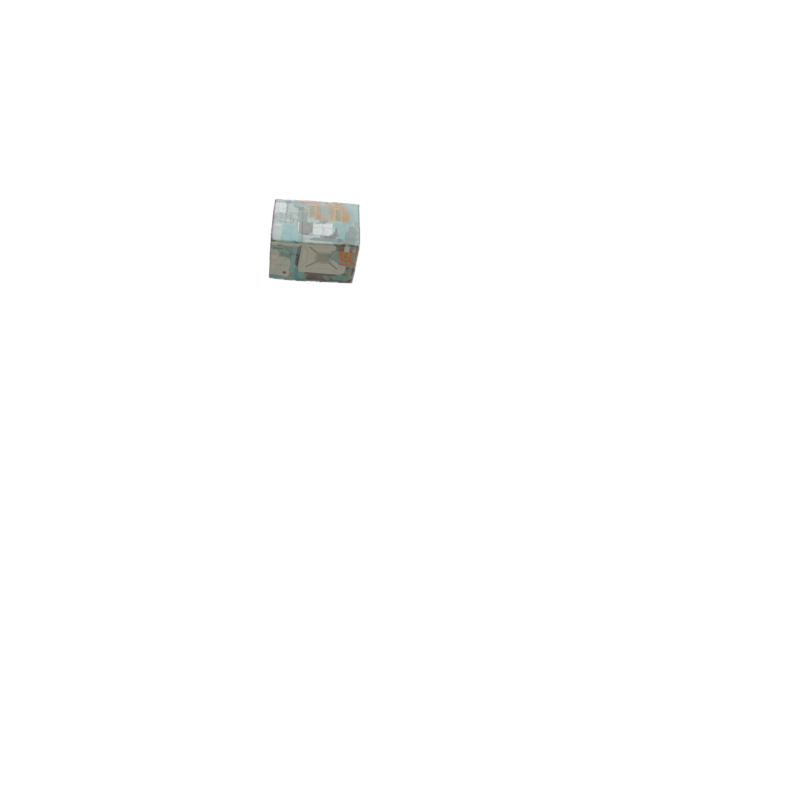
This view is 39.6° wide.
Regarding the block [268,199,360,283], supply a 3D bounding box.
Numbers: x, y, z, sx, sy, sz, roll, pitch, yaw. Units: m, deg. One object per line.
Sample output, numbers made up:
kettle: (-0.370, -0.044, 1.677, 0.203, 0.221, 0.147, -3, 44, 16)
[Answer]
block: (-0.077, -0.140, 0.981, 0.077, 0.055, 0.049, 3, -38, -6)
